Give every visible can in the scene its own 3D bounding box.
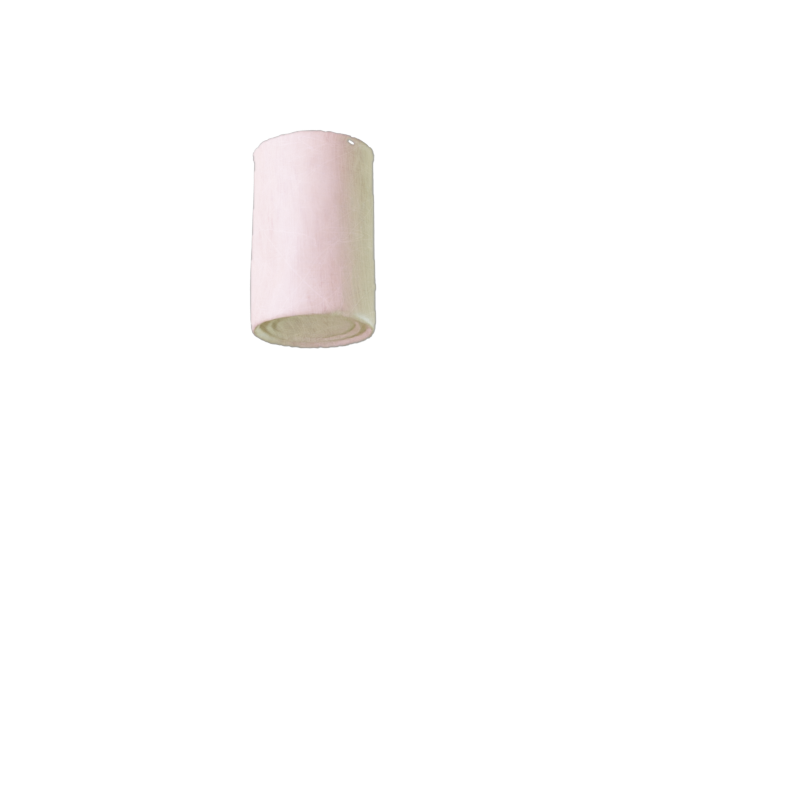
[{"bbox_3d":[-0.047,-0.086,0.600,0.068,0.107,0.066,0,-18,-2],"label":"can"}]
